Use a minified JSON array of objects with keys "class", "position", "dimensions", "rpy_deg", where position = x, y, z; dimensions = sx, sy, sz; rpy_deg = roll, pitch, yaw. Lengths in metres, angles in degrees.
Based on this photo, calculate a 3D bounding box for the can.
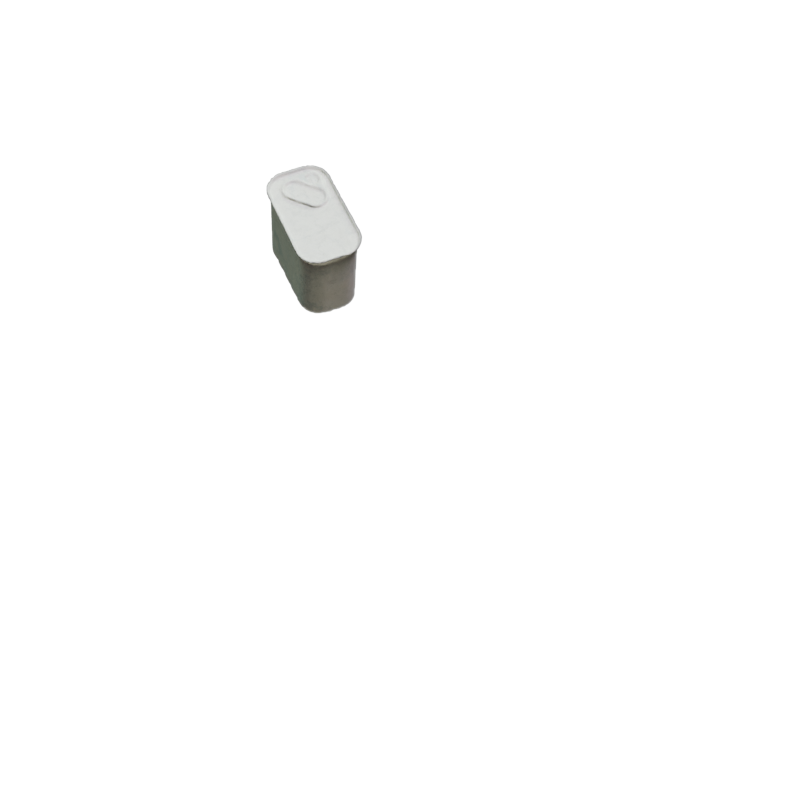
[{"class":"can","position":[-0.075,-0.137,0.960],"dimensions":[0.057,0.110,0.078],"rpy_deg":[-19,-30,-14]}]
